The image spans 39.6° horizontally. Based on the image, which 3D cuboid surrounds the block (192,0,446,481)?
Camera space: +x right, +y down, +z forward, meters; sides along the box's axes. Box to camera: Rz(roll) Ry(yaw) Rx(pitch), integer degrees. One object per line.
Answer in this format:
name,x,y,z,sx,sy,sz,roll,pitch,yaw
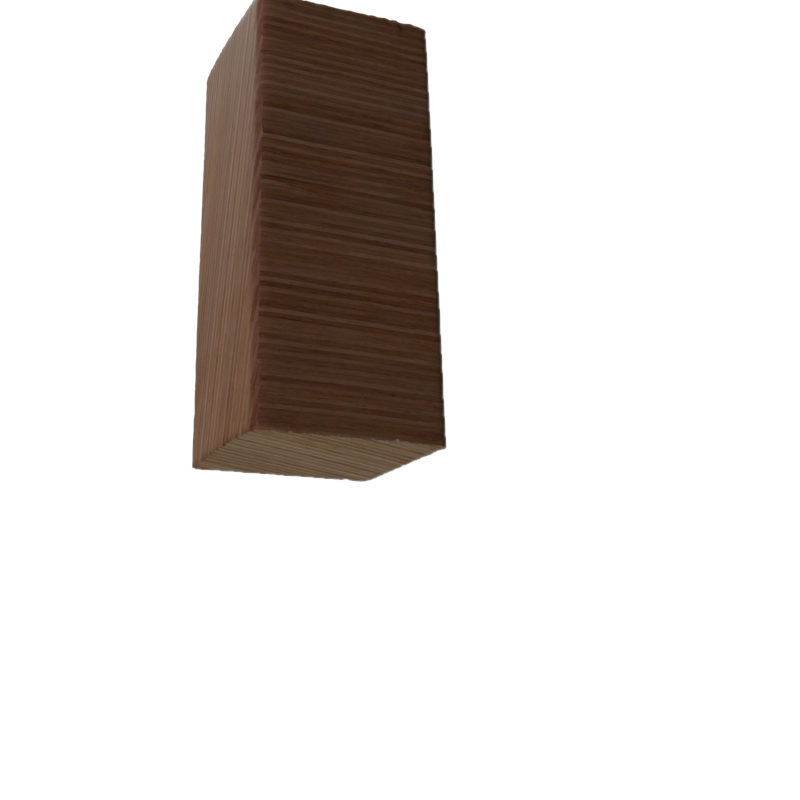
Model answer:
block,-0.041,-0.075,0.526,0.088,0.216,0.089,8,-22,-23
